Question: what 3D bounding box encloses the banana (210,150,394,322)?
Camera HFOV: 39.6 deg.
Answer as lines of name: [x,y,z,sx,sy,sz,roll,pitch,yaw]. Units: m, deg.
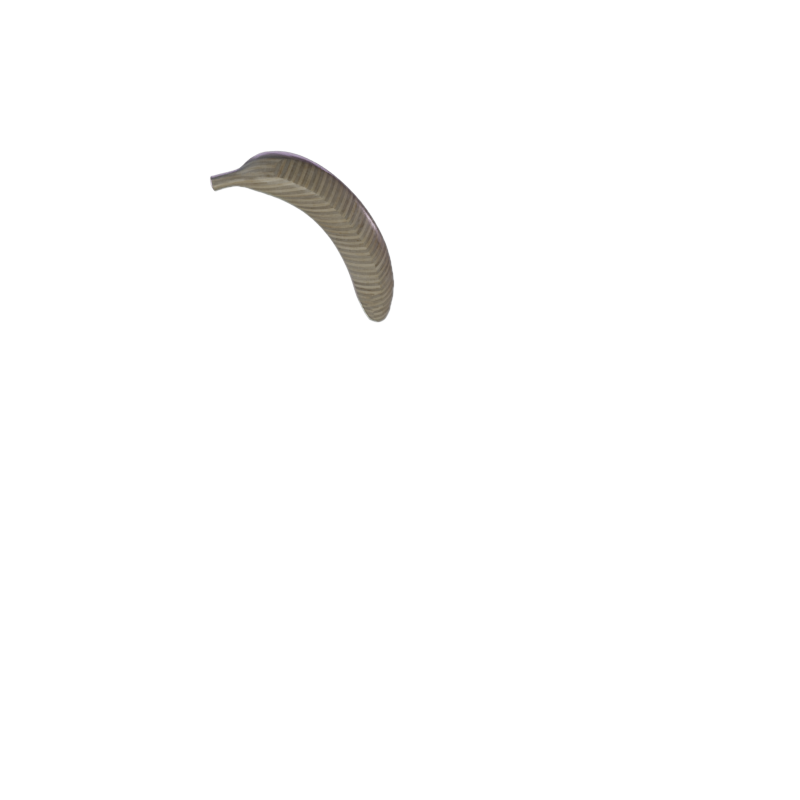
banana: [-0.057,-0.137,0.873,0.069,0.039,0.186,-36,-59,25]
